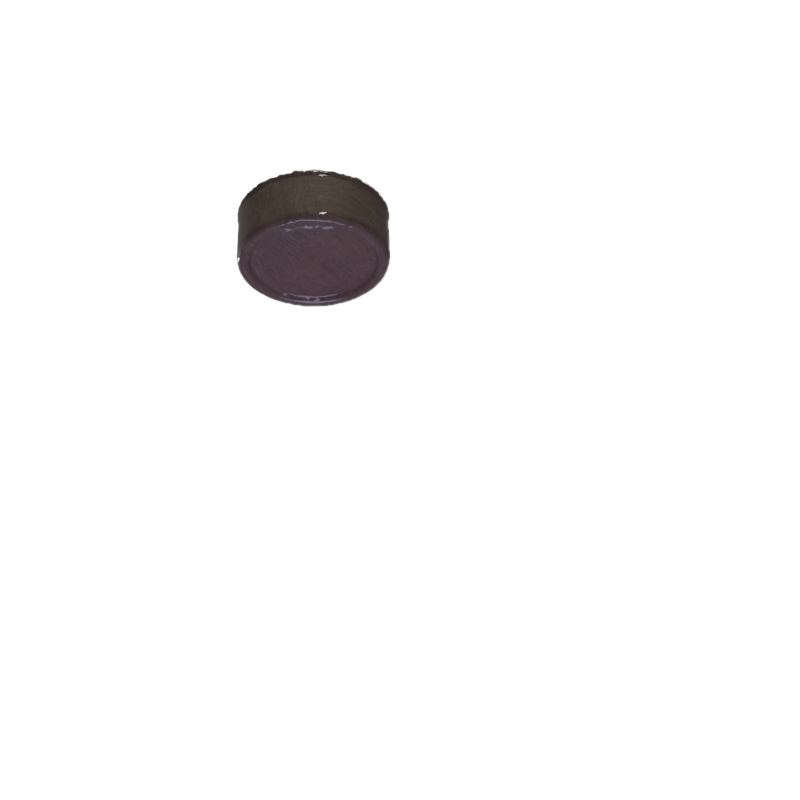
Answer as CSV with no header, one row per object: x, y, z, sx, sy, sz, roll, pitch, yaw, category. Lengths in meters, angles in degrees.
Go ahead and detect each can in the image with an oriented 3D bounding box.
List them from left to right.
-0.048,-0.088,0.616,0.086,0.036,0.080,1,-32,-2,can
